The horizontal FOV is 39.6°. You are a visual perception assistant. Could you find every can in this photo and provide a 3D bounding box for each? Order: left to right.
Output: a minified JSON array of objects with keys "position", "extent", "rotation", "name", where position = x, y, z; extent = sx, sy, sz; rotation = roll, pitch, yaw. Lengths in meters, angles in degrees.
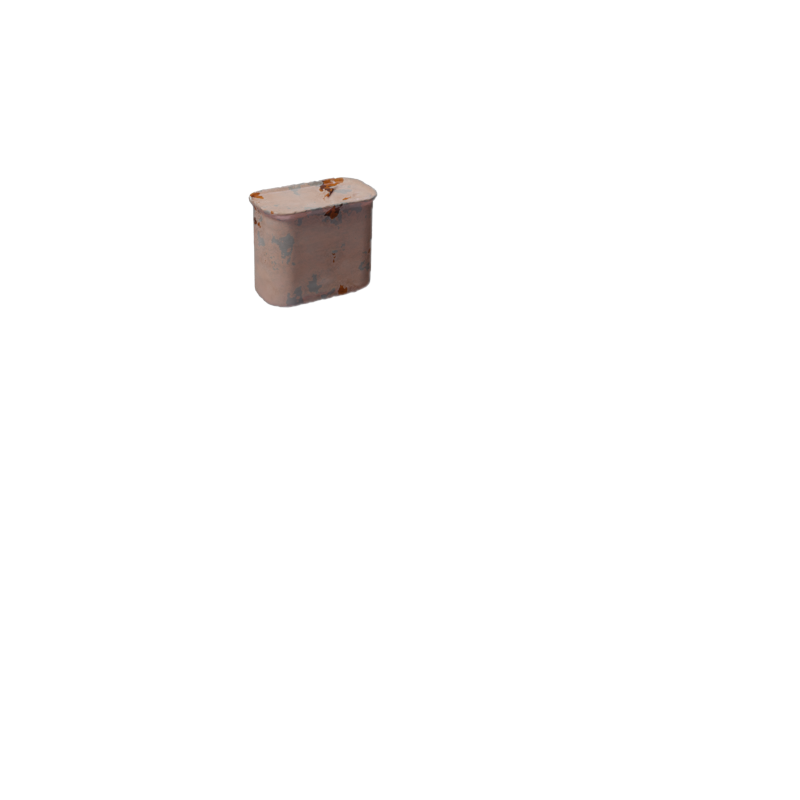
[{"position":[-0.071,-0.129,0.906],"extent":[0.100,0.079,0.062],"rotation":[-14,29,-27],"name":"can"}]
